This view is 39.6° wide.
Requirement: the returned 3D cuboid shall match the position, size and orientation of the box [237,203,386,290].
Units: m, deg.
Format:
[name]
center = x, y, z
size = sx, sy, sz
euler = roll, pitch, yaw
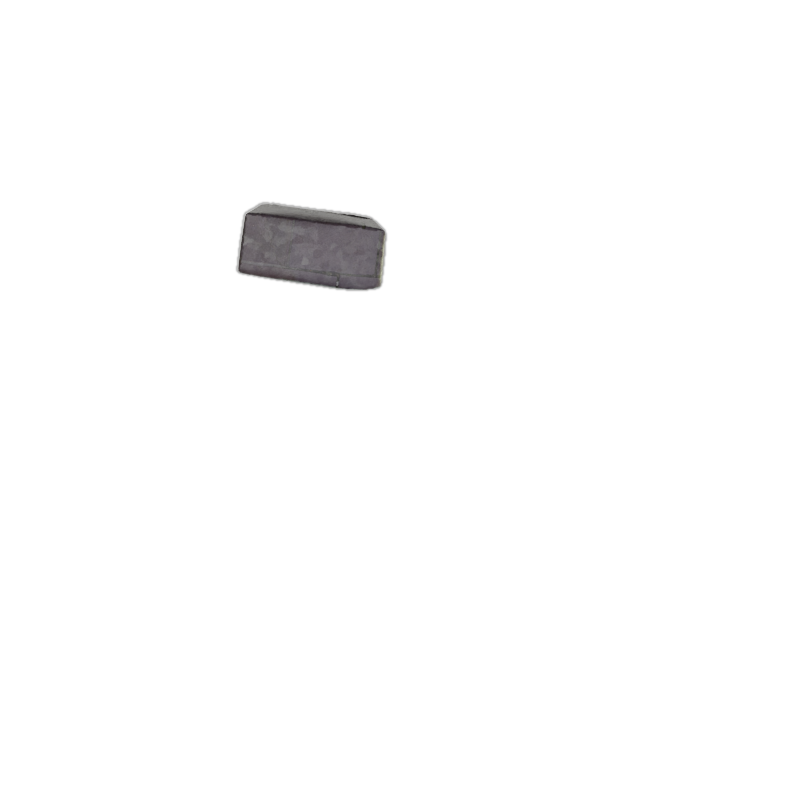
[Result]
[box]
center = -0.062, -0.112, 0.785
size = 0.093, 0.047, 0.181
euler = 7, 13, -5
